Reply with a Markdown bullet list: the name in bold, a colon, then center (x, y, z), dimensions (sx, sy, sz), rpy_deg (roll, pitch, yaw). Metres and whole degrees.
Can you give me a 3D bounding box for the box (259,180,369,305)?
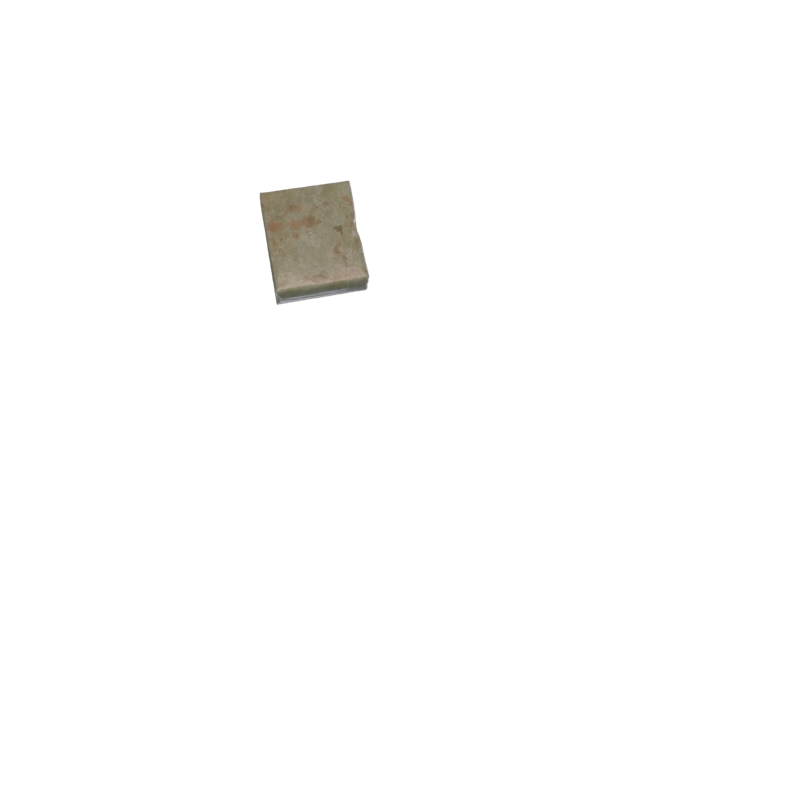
- **box**: center (-0.068, -0.124, 0.869), dimensions (0.073, 0.095, 0.029), rpy_deg (-9, -23, -5)
